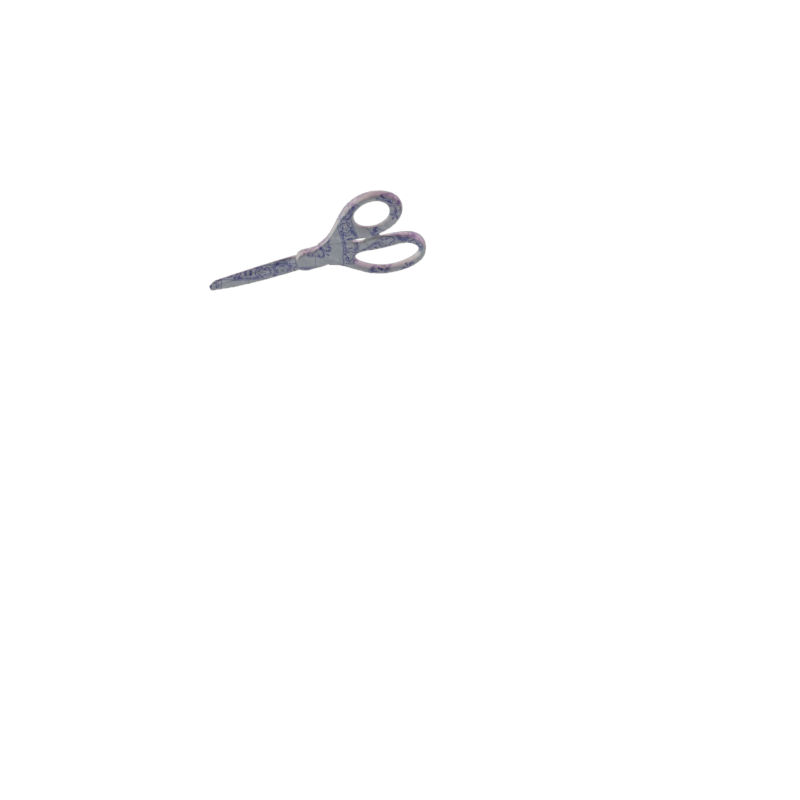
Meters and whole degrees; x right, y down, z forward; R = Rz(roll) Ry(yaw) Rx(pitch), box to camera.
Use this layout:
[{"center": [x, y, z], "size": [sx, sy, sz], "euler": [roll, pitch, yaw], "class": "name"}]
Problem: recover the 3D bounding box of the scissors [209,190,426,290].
[{"center": [-0.078, -0.143, 0.998], "size": [0.202, 0.089, 0.017], "euler": [-3, 40, 3], "class": "scissors"}]
